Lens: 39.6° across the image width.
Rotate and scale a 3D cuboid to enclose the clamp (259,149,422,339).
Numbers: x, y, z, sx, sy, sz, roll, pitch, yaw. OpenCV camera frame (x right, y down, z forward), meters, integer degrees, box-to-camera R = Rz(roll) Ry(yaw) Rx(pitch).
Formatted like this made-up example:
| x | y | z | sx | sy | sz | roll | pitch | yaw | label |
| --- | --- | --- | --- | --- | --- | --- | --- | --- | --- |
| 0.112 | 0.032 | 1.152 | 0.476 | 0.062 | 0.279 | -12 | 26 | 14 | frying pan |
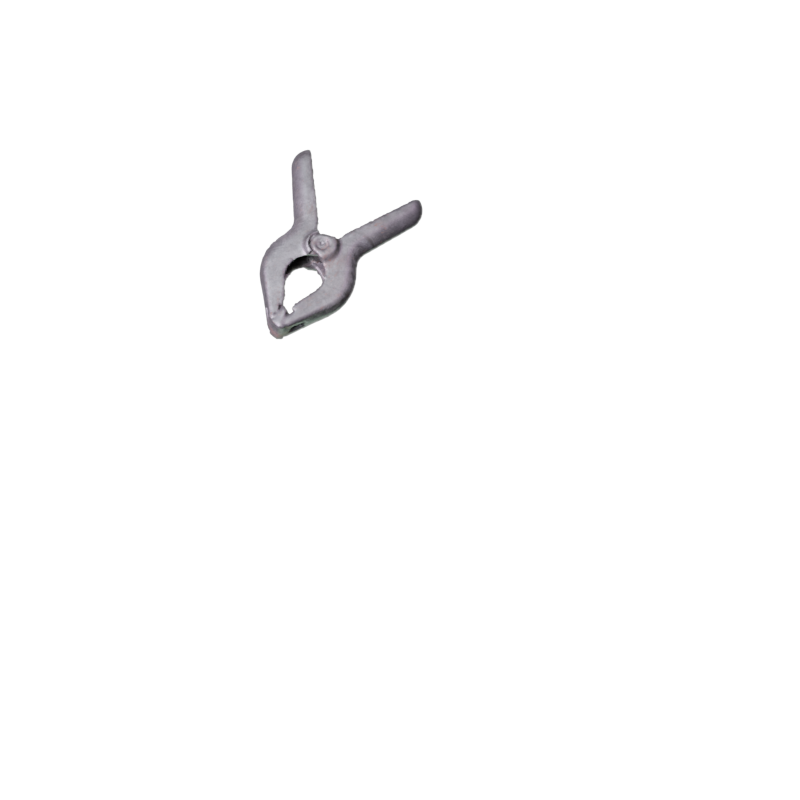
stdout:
| x | y | z | sx | sy | sz | roll | pitch | yaw | label |
| --- | --- | --- | --- | --- | --- | --- | --- | --- | --- |
| -0.073 | -0.133 | 0.928 | 0.125 | 0.176 | 0.037 | 30 | -27 | 16 | clamp |
